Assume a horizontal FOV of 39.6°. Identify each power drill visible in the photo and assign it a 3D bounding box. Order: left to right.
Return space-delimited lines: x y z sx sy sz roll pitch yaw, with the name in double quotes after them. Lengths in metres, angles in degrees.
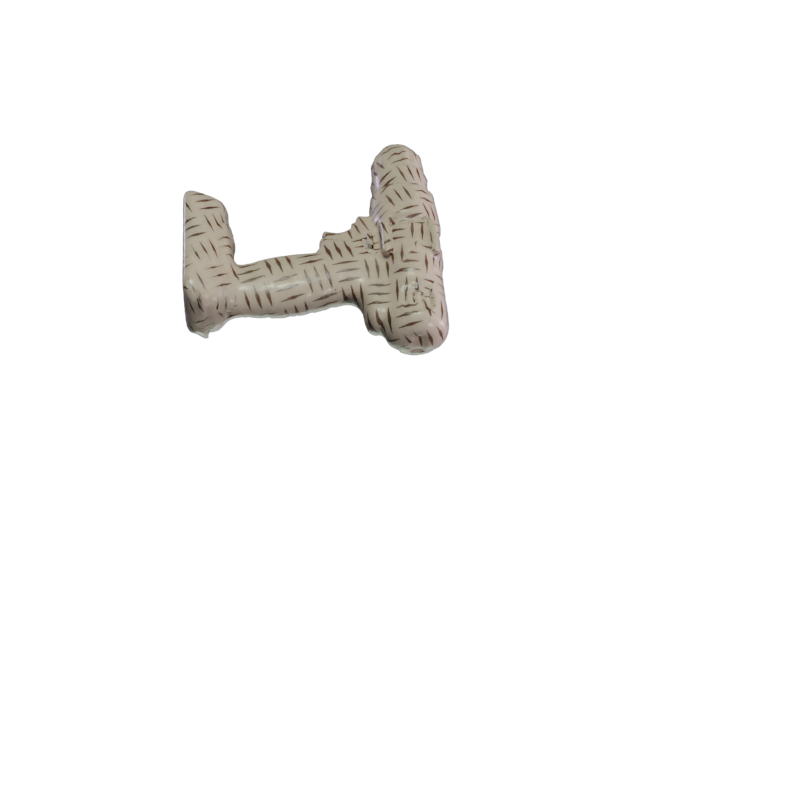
-0.063 -0.115 0.802 0.187 0.198 0.053 -3 -39 -3 "power drill"
